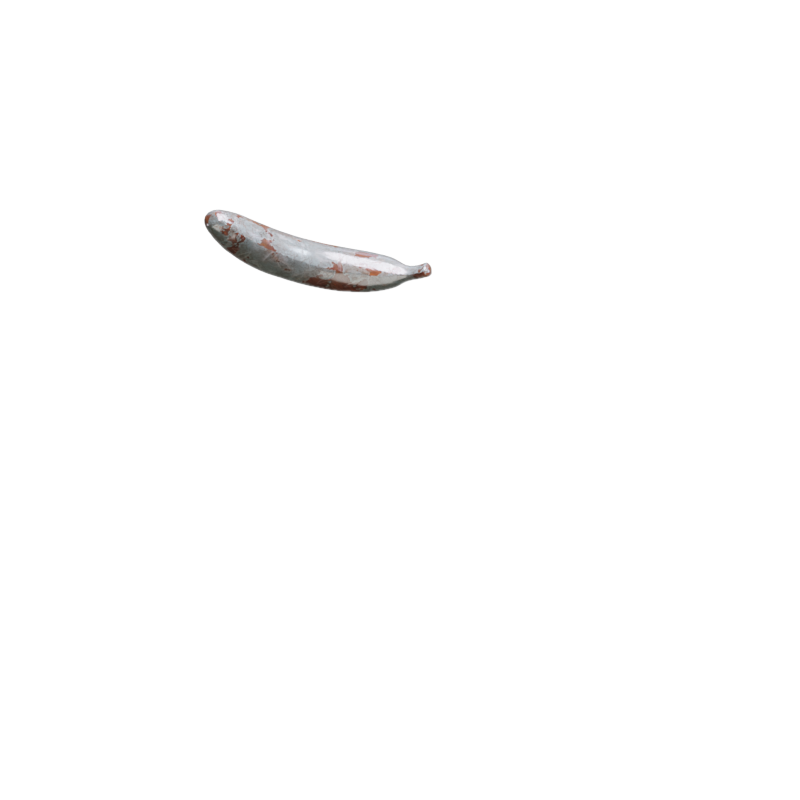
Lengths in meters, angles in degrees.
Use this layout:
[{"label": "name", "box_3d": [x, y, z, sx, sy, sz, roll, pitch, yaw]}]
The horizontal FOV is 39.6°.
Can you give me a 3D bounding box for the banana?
[{"label": "banana", "box_3d": [-0.076, -0.123, 0.929, 0.191, 0.039, 0.068, 10, -28, -19]}]
